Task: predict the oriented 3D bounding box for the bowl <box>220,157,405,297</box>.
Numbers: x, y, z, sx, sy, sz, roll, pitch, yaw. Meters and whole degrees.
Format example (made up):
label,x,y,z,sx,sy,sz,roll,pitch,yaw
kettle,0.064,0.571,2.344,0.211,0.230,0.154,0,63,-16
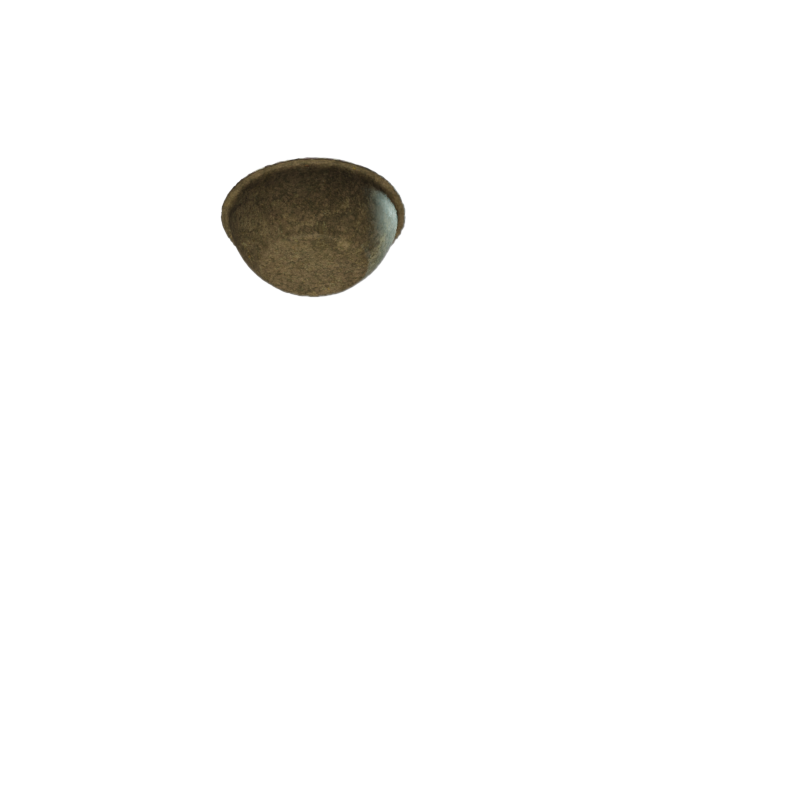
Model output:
label,x,y,z,sx,sy,sz,roll,pitch,yaw
bowl,-0.075,-0.136,0.954,0.162,0.059,0.152,1,-31,-2
